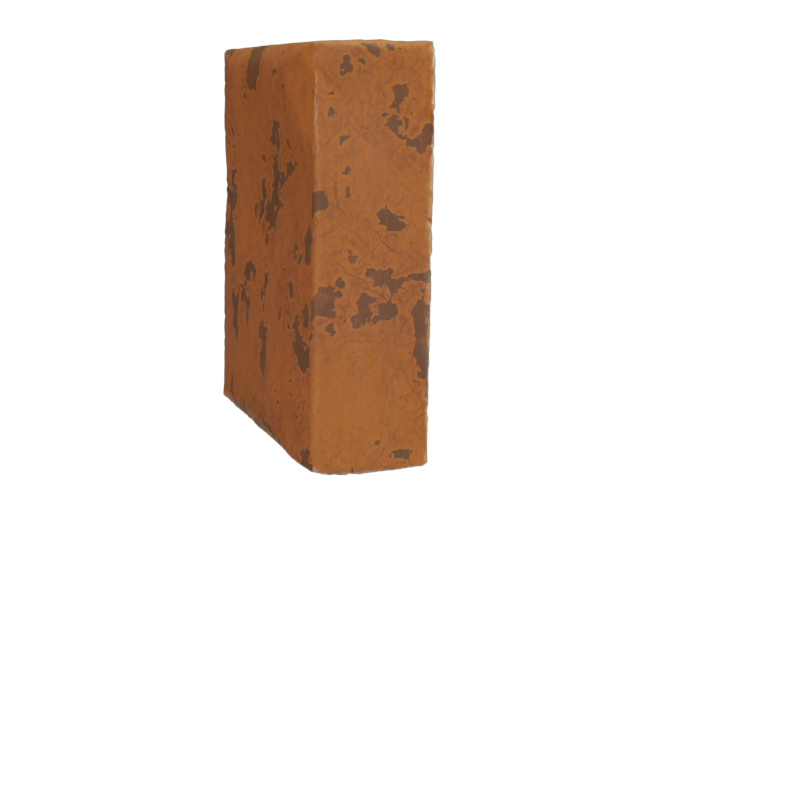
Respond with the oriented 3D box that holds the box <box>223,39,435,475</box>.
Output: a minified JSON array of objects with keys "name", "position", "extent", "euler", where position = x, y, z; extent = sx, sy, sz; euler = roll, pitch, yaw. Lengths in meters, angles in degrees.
[{"name":"box","position":[-0.048,-0.087,0.607],"extent":[0.070,0.209,0.172],"euler":[-3,12,-23]}]
